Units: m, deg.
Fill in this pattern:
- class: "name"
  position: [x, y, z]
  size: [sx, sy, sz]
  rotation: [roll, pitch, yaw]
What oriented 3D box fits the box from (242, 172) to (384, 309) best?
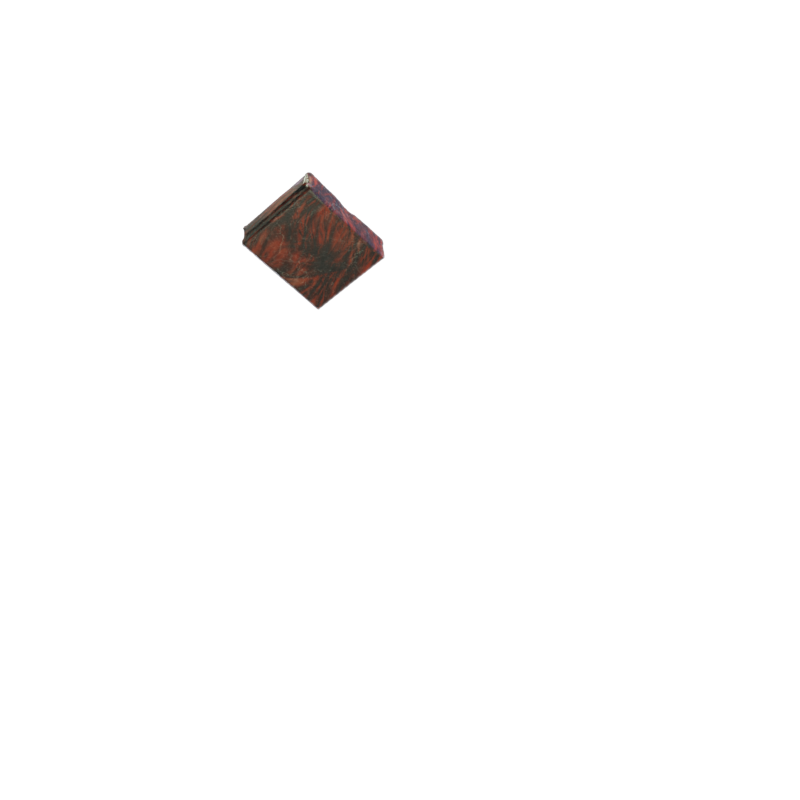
- class: "box"
  position: [-0.068, -0.125, 0.872]
  size: [0.072, 0.085, 0.032]
  rotation: [-38, 25, 21]
